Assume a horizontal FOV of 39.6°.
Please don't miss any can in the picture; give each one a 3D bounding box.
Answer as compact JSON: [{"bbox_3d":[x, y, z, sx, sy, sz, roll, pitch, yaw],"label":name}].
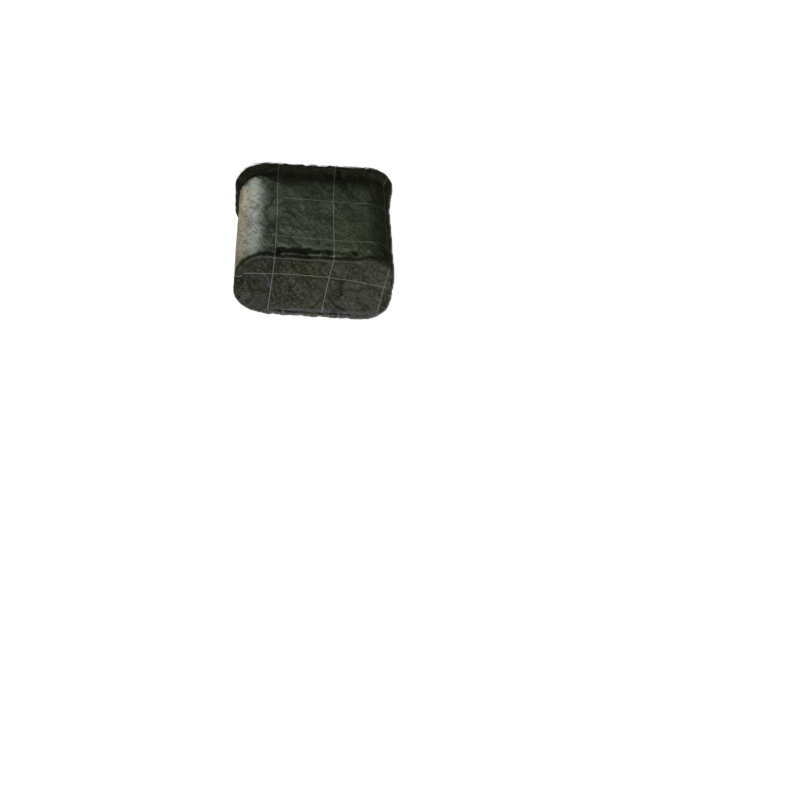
[{"bbox_3d":[-0.054,-0.099,0.694,0.101,0.090,0.054,2,-42,-5],"label":"can"}]
